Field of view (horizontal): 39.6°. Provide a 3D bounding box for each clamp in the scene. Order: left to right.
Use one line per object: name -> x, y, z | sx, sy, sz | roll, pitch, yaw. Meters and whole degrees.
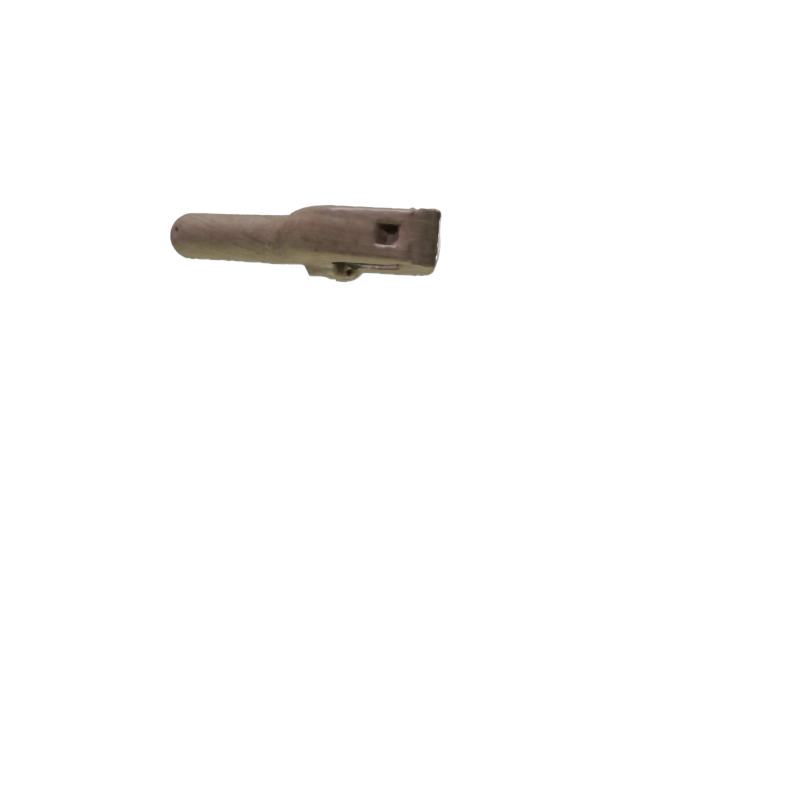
clamp -> -0.044, -0.081, 0.567 | 0.117, 0.039, 0.175 | 0, 2, -24
